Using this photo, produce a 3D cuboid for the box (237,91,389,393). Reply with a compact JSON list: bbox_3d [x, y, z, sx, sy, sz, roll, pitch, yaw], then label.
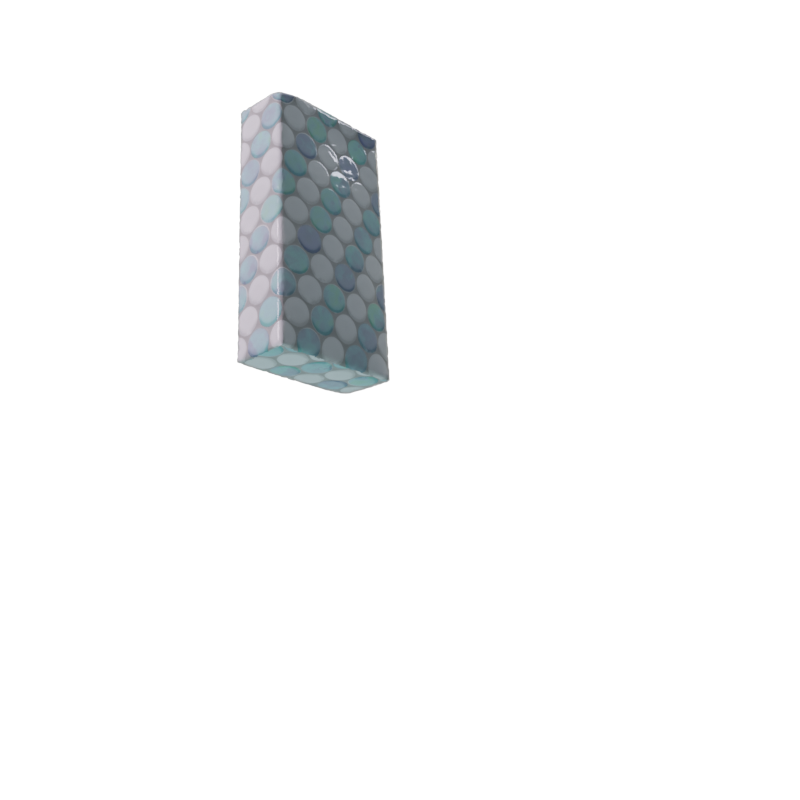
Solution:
[{"bbox_3d":[-0.054,-0.099,0.695,0.048,0.186,0.088,-23,-31,39],"label":"box"}]
